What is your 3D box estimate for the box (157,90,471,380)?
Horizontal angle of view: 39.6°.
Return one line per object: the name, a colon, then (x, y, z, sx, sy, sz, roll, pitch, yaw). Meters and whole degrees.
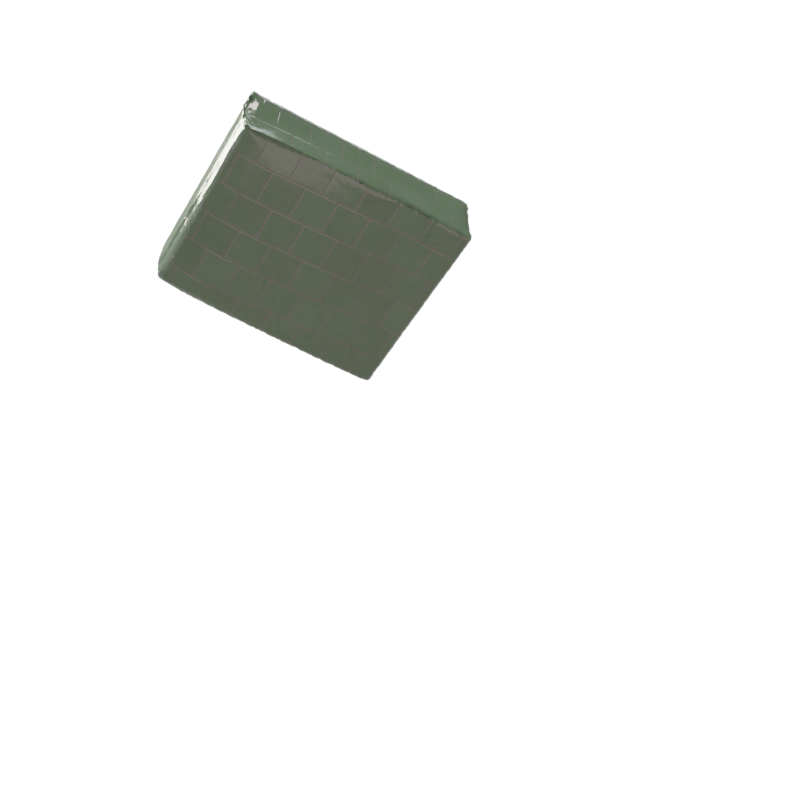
box: (-0.039, -0.070, 0.493, 0.110, 0.087, 0.041, 26, 29, -16)
